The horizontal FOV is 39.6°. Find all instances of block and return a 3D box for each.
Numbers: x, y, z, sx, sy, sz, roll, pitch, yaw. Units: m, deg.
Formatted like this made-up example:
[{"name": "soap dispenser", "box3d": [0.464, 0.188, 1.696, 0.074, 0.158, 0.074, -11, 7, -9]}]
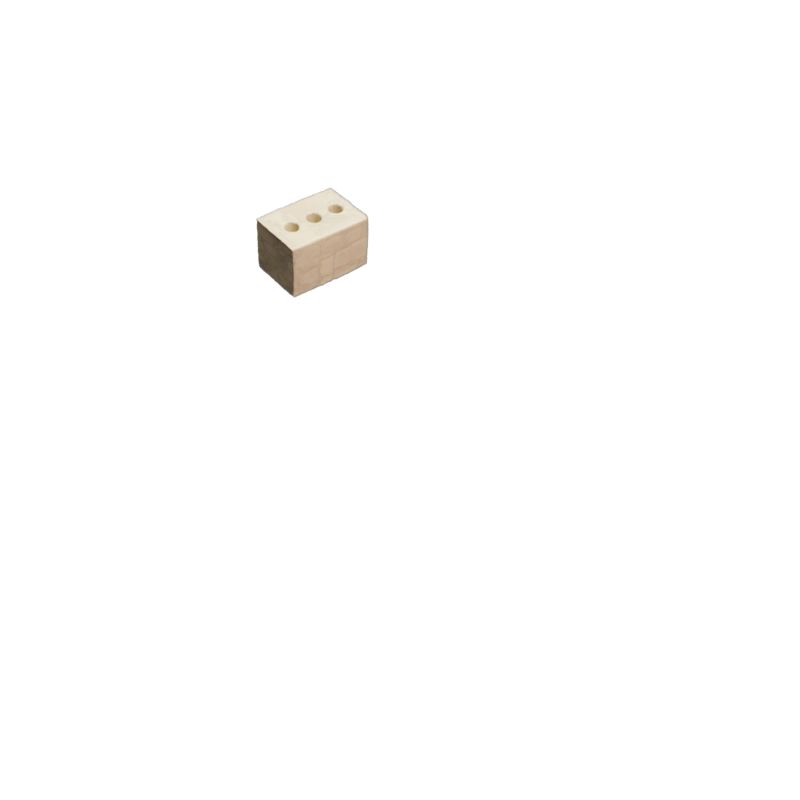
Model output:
[{"name": "block", "box3d": [-0.071, -0.129, 0.906, 0.078, 0.048, 0.057, -28, 49, -28]}]
